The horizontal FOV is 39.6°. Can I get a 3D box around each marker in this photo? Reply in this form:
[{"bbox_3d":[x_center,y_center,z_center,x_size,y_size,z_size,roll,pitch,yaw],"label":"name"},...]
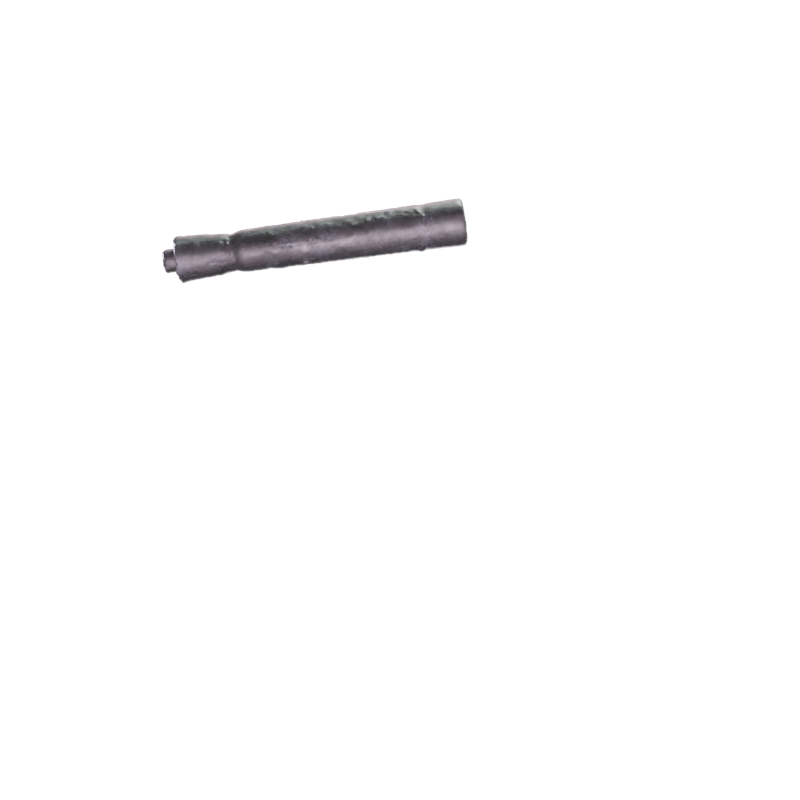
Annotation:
[{"bbox_3d":[-0.035,-0.063,0.443,0.121,0.020,0.020,-7,4,3],"label":"marker"}]
